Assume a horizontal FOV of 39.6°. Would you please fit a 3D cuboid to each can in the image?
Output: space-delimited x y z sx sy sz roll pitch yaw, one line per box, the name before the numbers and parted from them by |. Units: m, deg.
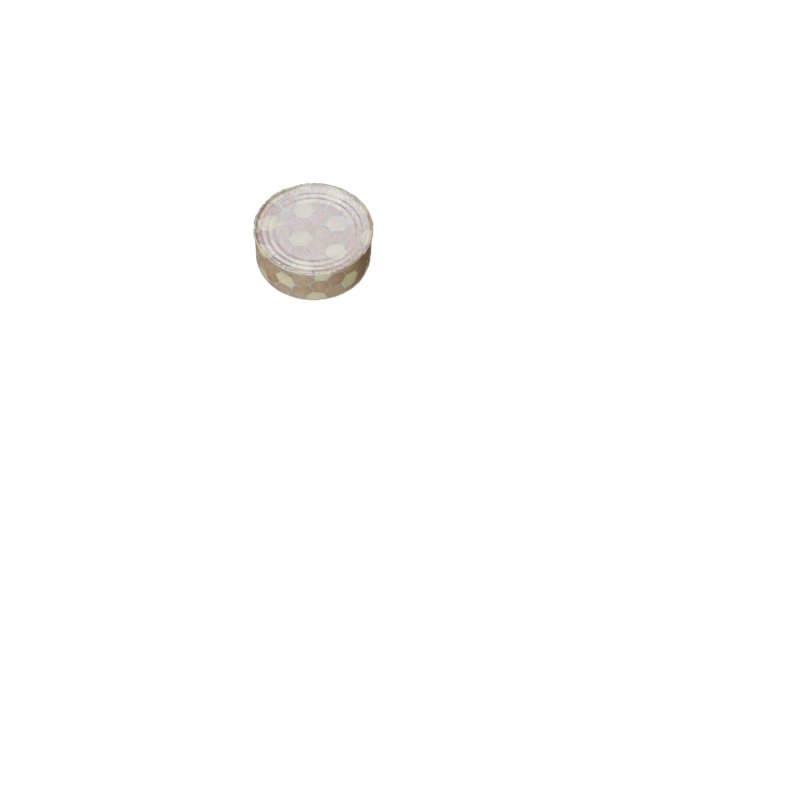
can | -0.063 -0.114 0.802 0.086 0.092 0.031 -1 -36 -1
